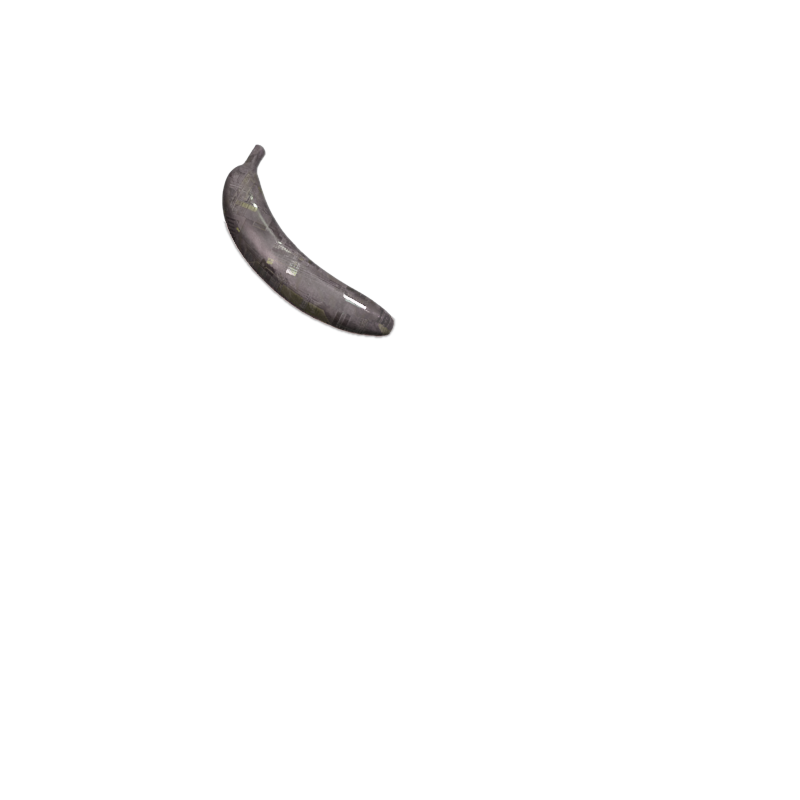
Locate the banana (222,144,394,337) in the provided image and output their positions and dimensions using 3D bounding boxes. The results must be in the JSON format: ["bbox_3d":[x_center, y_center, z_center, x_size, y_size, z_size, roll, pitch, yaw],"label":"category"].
[{"bbox_3d":[-0.086,-0.118,0.873,0.070,0.207,0.035,-32,-18,-12],"label":"banana"}]
